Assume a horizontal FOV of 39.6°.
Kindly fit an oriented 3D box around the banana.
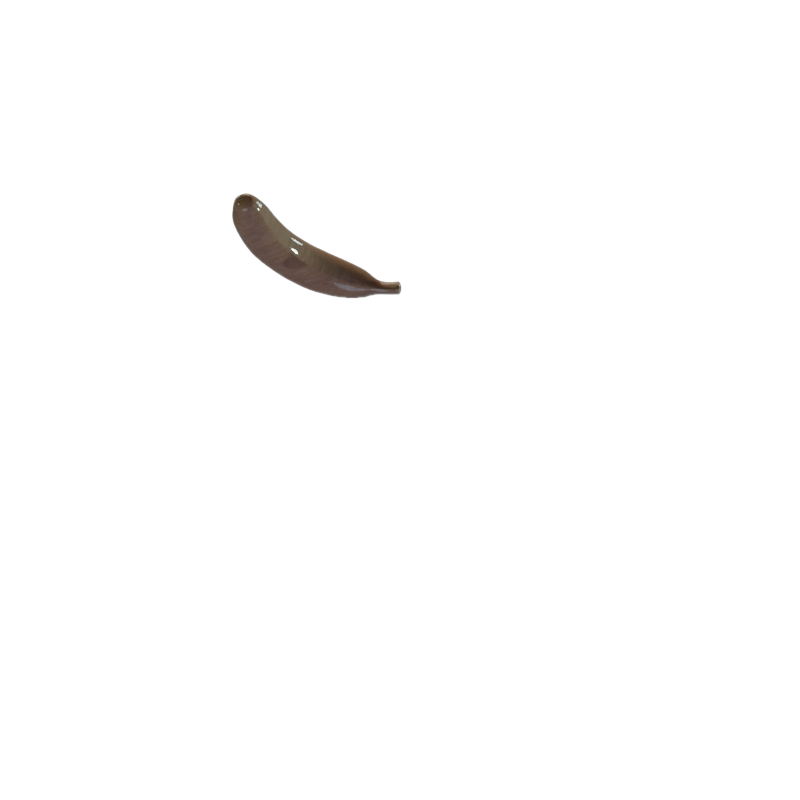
[{"bbox_3d":[-0.087,-0.131,0.976,0.070,0.039,0.185,-23,-34,38],"label":"banana"}]
